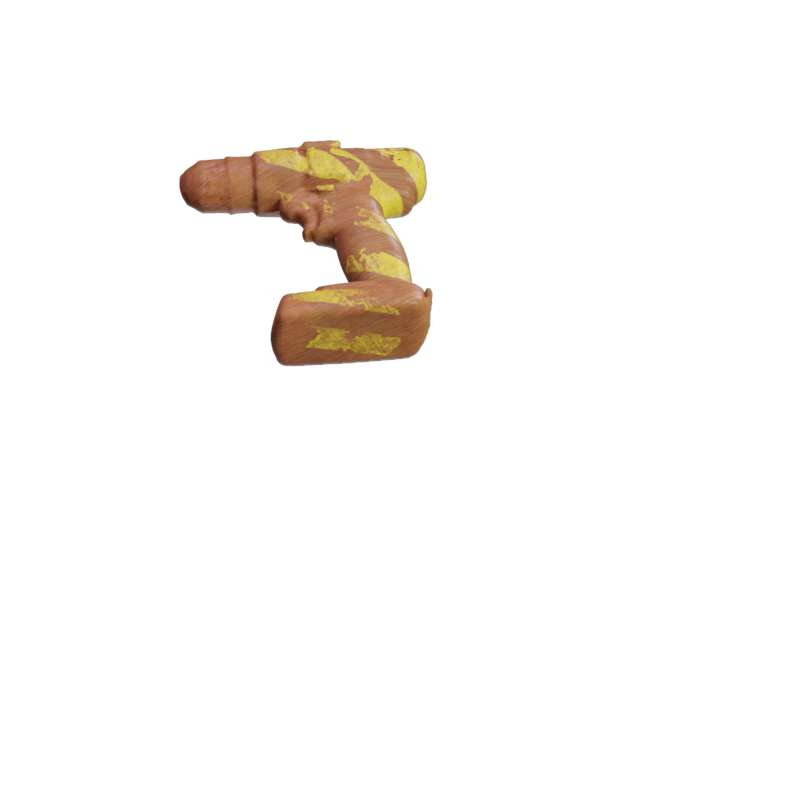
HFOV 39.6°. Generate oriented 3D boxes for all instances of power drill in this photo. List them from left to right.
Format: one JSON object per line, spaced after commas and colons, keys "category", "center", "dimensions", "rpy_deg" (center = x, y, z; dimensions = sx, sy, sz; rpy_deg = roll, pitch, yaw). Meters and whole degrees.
{"category": "power drill", "center": [-0.061, -0.111, 0.779], "dimensions": [0.183, 0.202, 0.053], "rpy_deg": [-6, -42, -5]}
